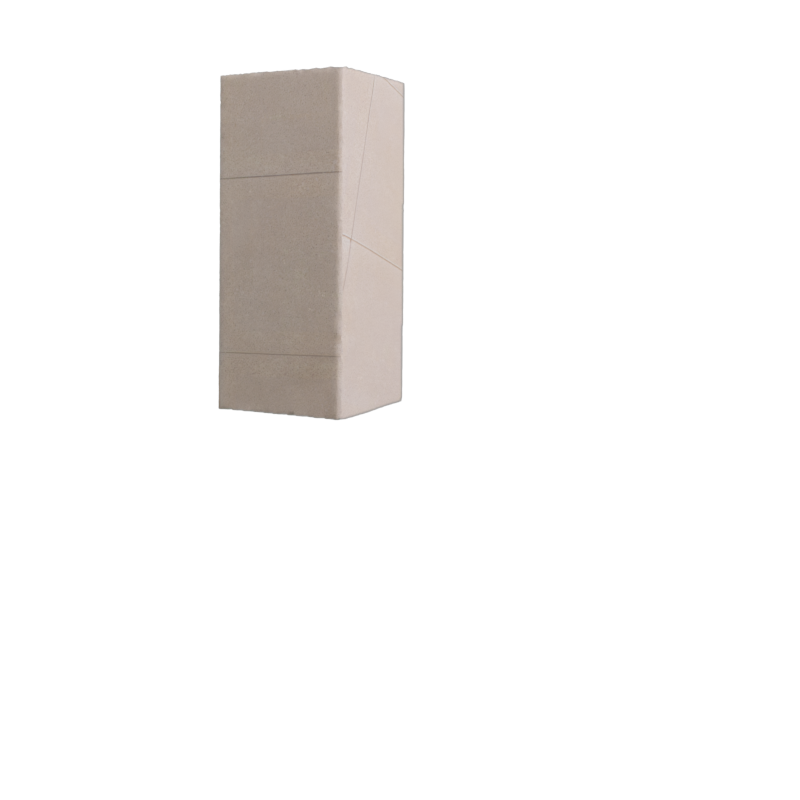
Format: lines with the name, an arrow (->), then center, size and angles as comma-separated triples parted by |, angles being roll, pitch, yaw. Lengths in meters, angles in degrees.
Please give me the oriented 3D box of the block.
block -> -0.054, -0.100, 0.700 | 0.094, 0.206, 0.087 | 1, 2, 27
